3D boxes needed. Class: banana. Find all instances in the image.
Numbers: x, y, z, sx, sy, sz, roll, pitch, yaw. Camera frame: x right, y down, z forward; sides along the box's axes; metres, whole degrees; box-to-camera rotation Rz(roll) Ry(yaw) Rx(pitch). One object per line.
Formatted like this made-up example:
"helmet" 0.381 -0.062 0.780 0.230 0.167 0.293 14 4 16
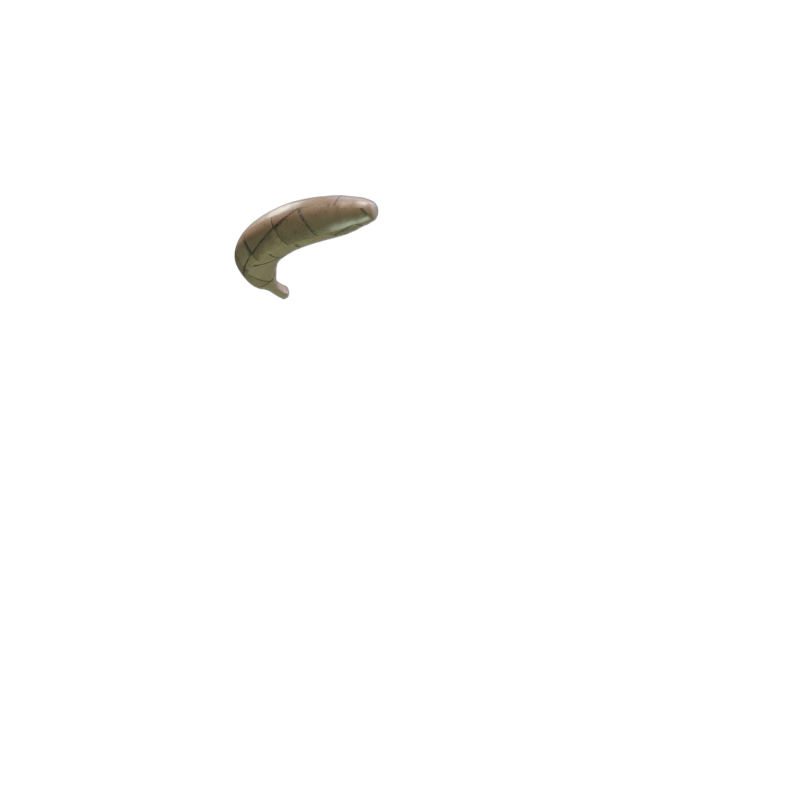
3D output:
"banana" -0.088 -0.127 0.881 0.067 0.038 0.197 7 -15 -25
